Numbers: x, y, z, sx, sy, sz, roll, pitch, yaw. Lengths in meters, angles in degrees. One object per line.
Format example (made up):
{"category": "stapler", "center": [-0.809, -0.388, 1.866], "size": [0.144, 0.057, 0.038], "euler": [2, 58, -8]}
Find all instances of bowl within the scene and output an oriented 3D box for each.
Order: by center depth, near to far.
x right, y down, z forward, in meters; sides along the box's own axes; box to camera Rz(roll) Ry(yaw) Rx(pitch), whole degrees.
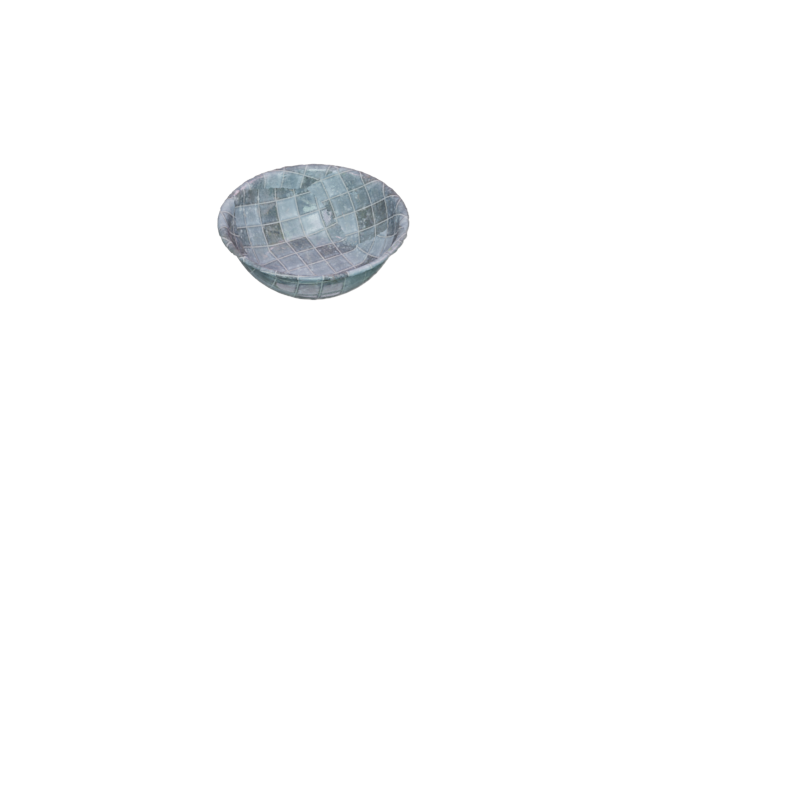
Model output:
{"category": "bowl", "center": [-0.074, -0.136, 0.950], "size": [0.162, 0.051, 0.174], "euler": [-1, 43, -1]}
